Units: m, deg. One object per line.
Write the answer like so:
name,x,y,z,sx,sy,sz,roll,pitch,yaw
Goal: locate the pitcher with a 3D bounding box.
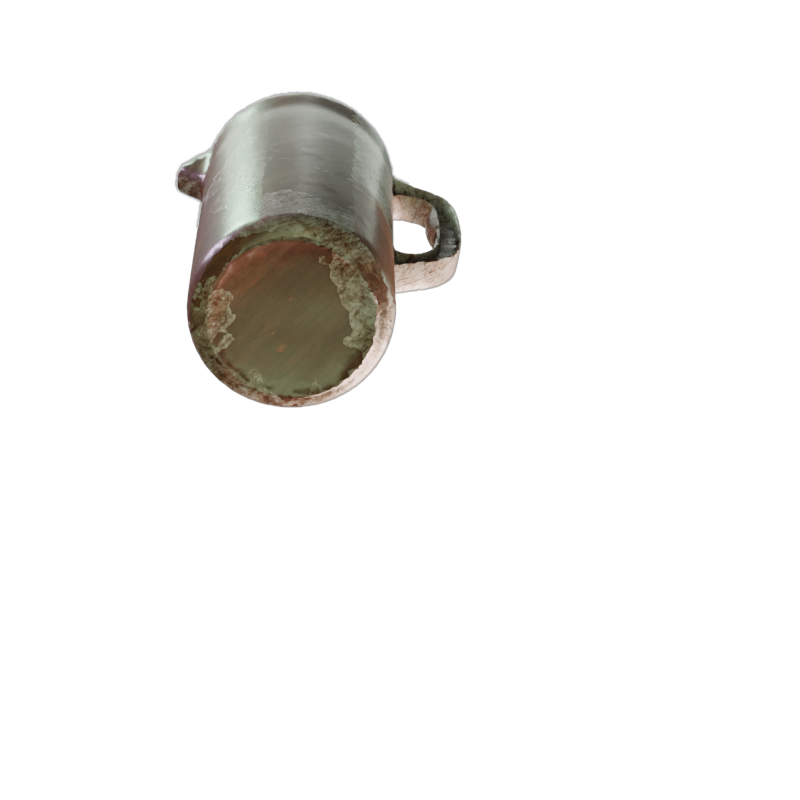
pitcher,-0.053,-0.096,0.672,0.149,0.138,0.256,-33,23,12
